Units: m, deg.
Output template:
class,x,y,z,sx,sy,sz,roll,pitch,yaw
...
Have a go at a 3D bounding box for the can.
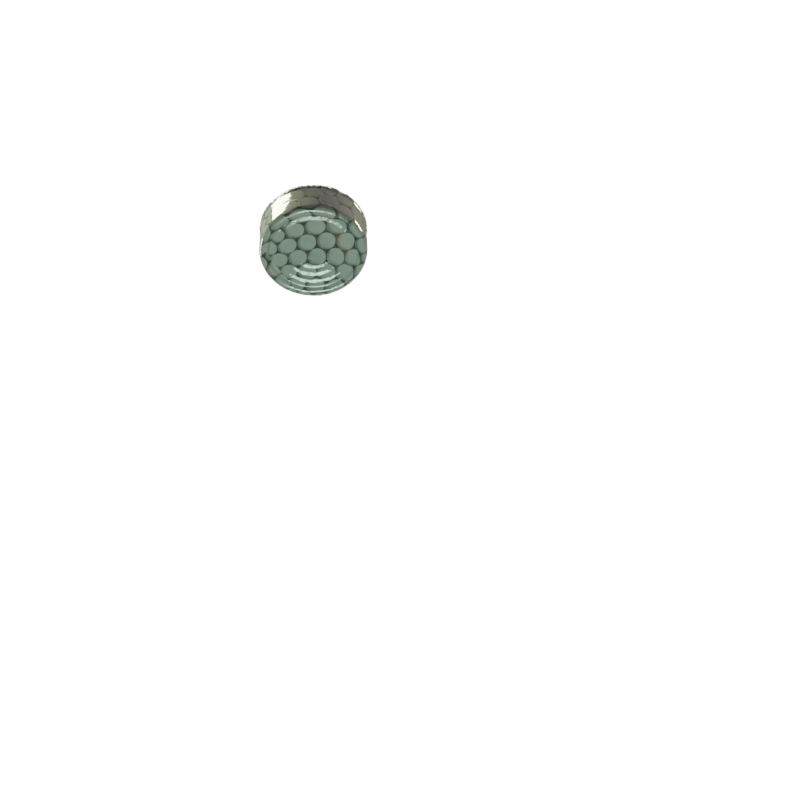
class,x,y,z,sx,sy,sz,roll,pitch,yaw
can,-0.068,-0.125,0.873,0.086,0.080,0.036,1,38,-1
